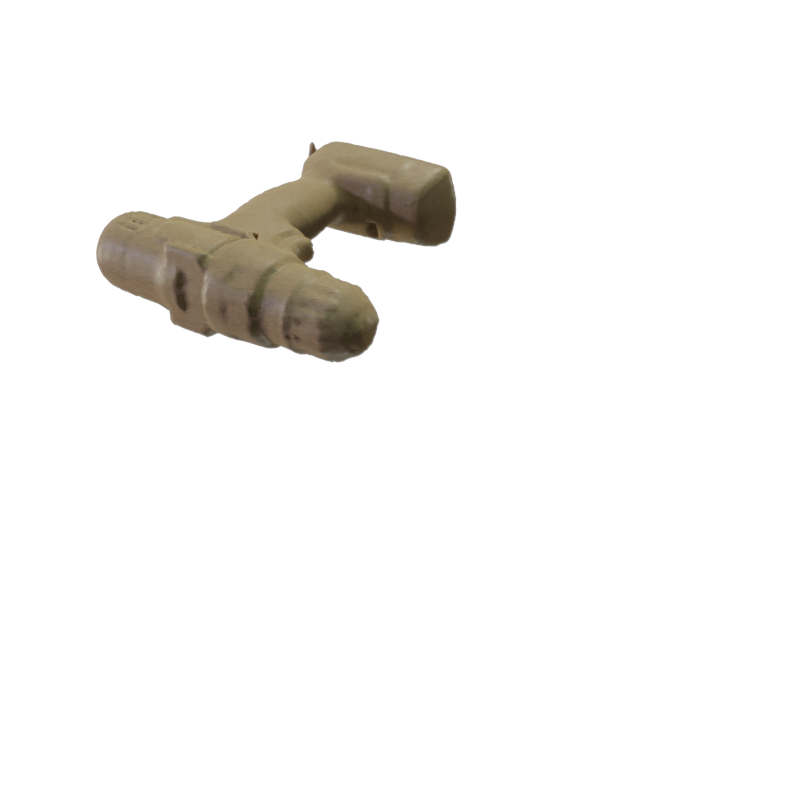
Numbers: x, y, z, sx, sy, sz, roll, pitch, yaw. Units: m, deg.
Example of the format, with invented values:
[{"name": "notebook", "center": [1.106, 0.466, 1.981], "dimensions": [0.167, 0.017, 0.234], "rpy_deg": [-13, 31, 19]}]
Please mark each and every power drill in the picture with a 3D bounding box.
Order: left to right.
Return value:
[{"name": "power drill", "center": [-0.049, -0.090, 0.628], "dimensions": [0.195, 0.054, 0.188], "rpy_deg": [21, 35, 32]}]
